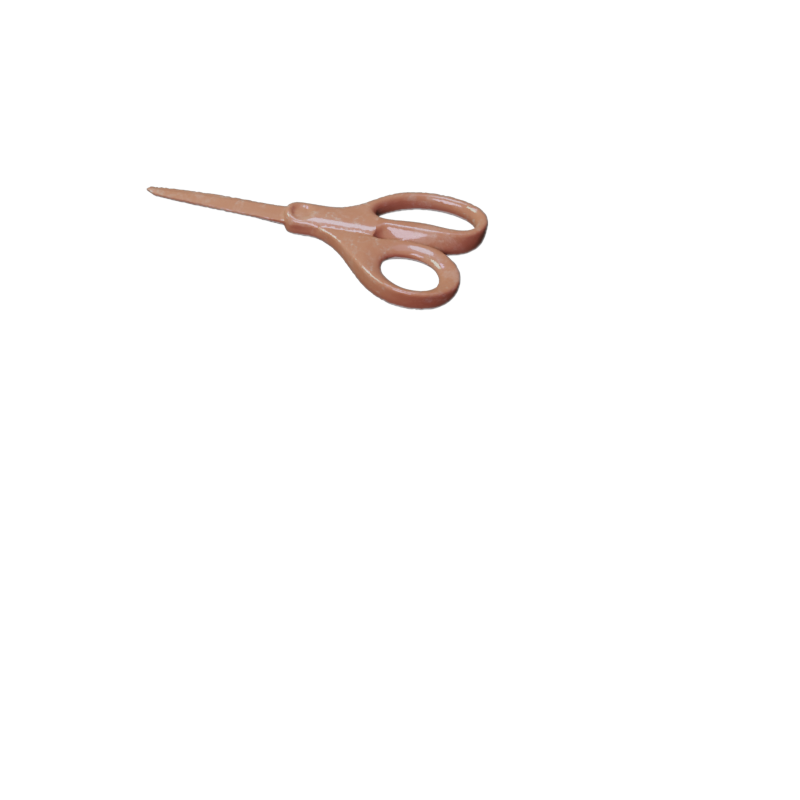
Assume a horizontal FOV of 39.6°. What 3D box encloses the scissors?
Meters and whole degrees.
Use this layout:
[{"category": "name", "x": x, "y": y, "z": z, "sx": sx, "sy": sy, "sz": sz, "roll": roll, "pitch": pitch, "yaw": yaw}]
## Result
[{"category": "scissors", "x": -0.050, "y": -0.091, "z": 0.635, "sx": 0.202, "sy": 0.103, "sz": 0.015, "roll": 0, "pitch": -43, "yaw": 0}]
